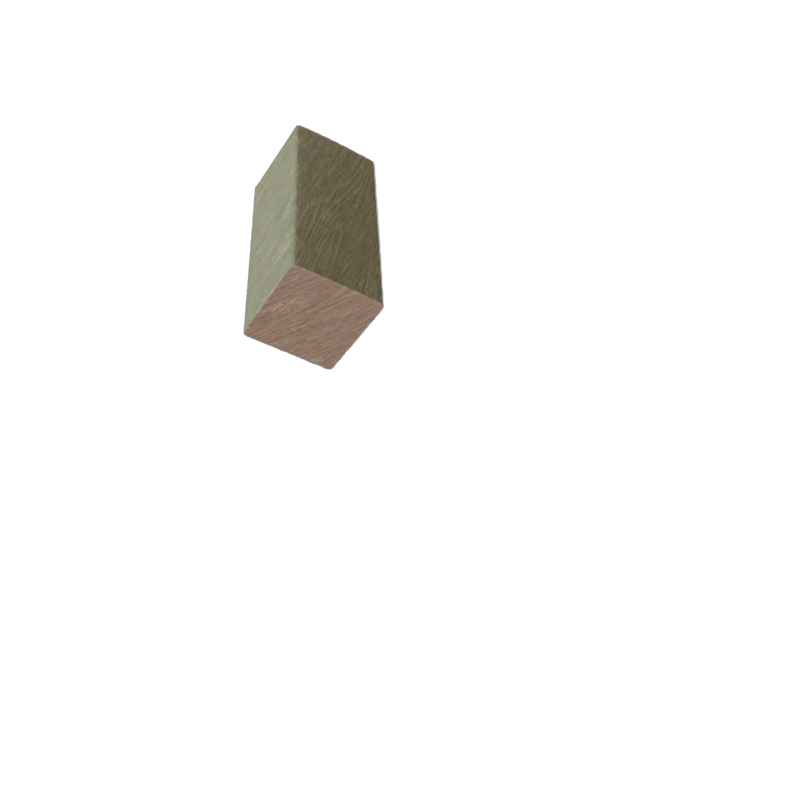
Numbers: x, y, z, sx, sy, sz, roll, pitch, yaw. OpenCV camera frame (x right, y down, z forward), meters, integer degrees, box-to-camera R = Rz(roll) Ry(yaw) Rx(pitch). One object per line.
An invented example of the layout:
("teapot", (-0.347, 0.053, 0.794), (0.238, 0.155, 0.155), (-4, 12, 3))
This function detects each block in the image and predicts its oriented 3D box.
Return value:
("block", (-0.077, -0.142, 0.998), (0.086, 0.221, 0.088), (23, -52, -23))
